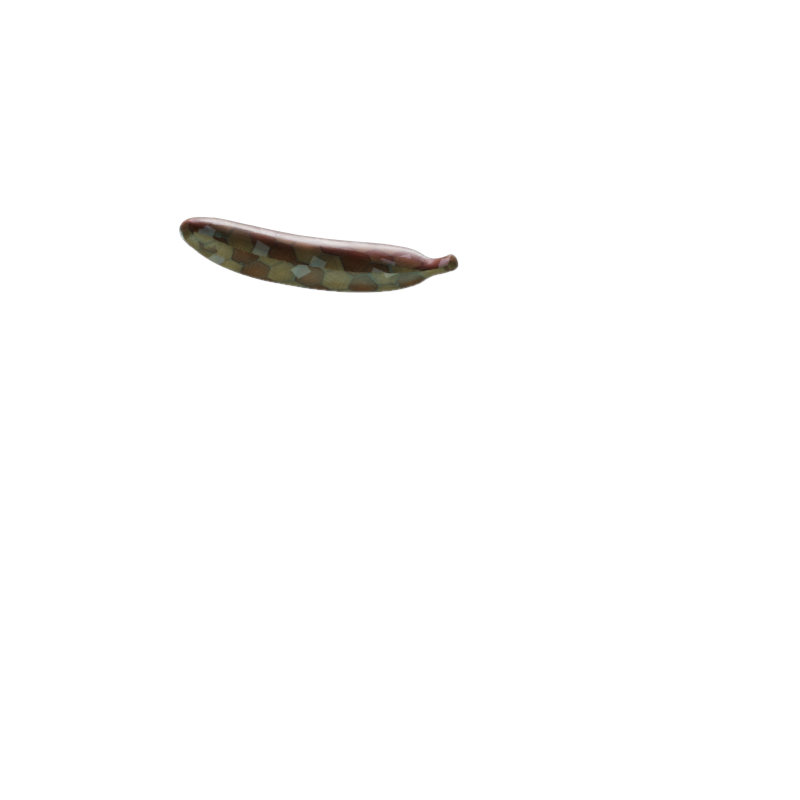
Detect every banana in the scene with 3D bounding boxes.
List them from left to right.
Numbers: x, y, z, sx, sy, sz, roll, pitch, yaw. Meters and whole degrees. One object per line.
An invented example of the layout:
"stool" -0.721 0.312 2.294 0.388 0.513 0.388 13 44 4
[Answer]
"banana" -0.063 -0.105 0.799 0.194 0.039 0.067 4 -23 -11
